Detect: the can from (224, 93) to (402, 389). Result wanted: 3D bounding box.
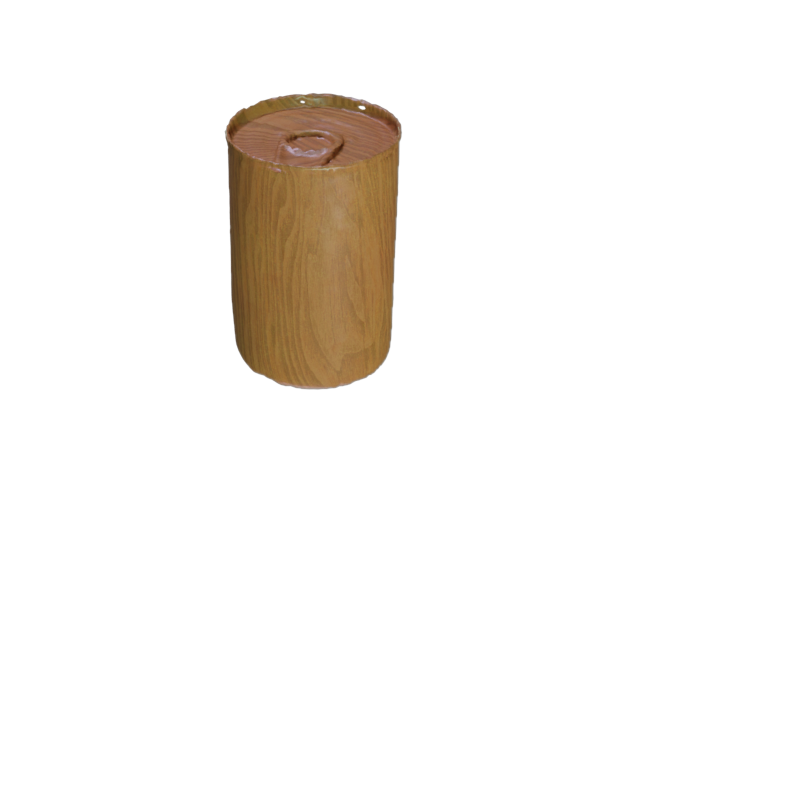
[{"bbox_3d":[-0.035,-0.064,0.450,0.068,0.096,0.073,0,33,-3],"label":"can"}]
